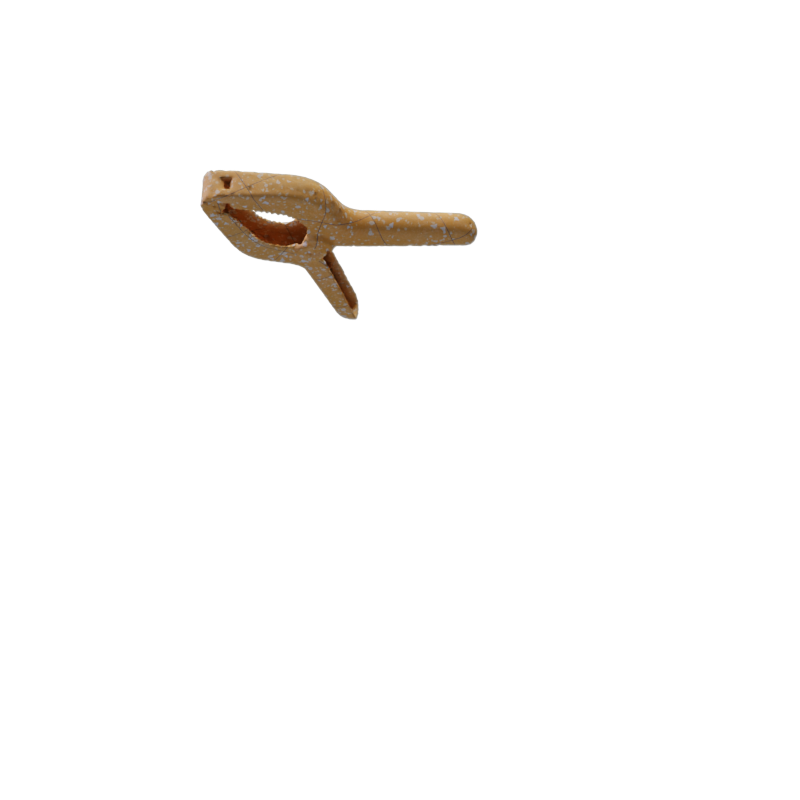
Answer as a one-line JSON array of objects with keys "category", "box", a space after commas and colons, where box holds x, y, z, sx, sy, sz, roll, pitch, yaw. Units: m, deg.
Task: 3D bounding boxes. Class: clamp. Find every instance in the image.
[{"category": "clamp", "box": [-0.069, -0.125, 0.878, 0.201, 0.039, 0.161, 16, -33, -26]}]
